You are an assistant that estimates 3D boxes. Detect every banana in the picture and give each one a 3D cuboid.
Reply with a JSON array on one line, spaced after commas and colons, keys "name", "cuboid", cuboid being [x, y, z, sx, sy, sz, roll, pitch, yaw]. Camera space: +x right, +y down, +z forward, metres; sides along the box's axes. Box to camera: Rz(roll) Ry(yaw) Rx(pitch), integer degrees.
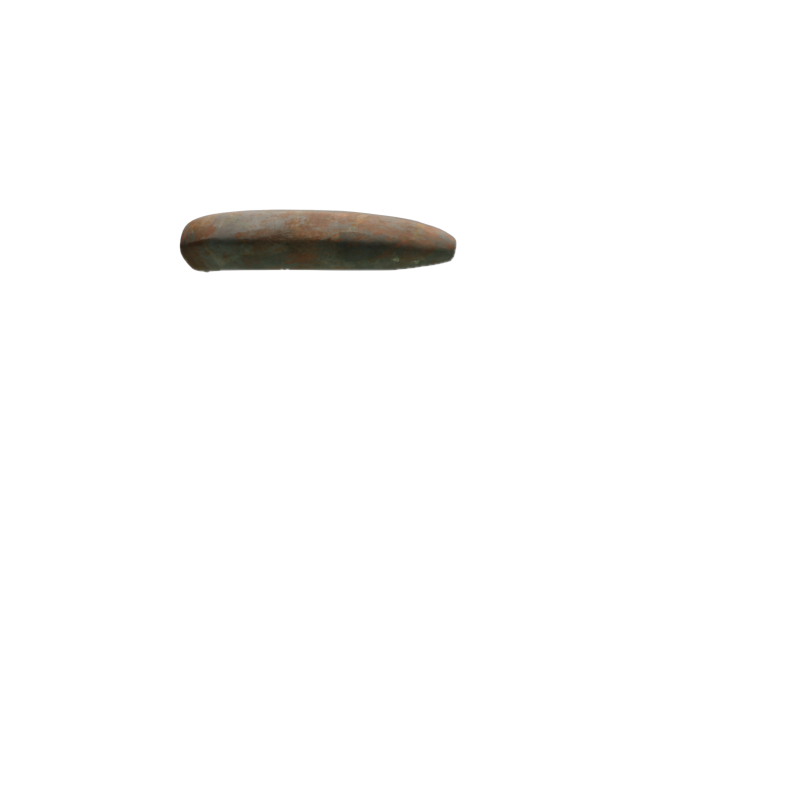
[{"name": "banana", "cuboid": [-0.066, -0.096, 0.667, 0.205, 0.037, 0.067, 4, 6, 35]}]
